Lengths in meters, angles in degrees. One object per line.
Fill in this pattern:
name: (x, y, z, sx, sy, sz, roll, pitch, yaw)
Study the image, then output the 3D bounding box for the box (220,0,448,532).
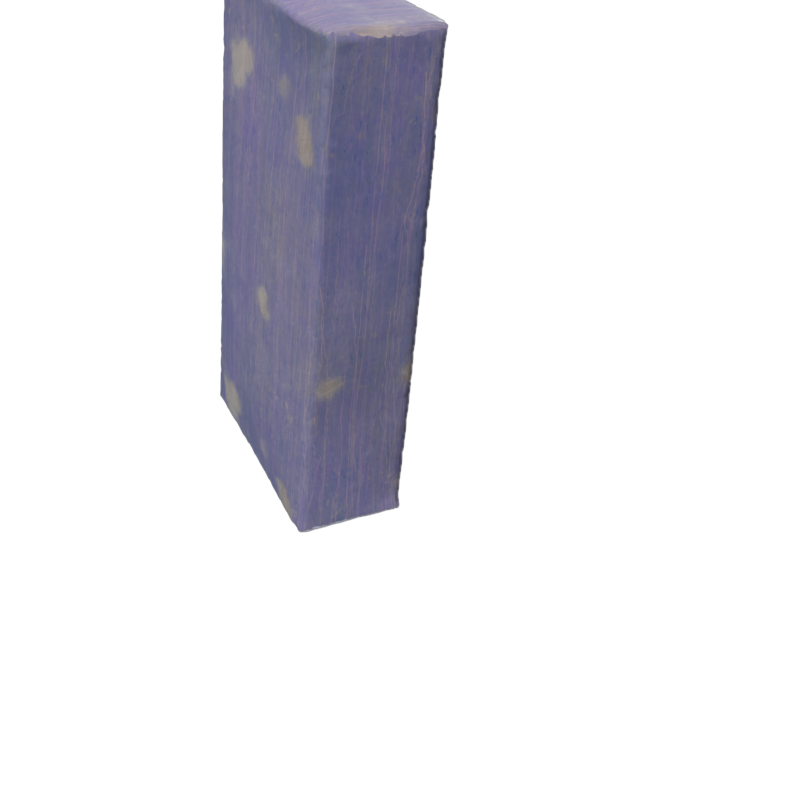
box: (-0.030, -0.054, 0.381, 0.047, 0.166, 0.101, -11, 32, -23)
